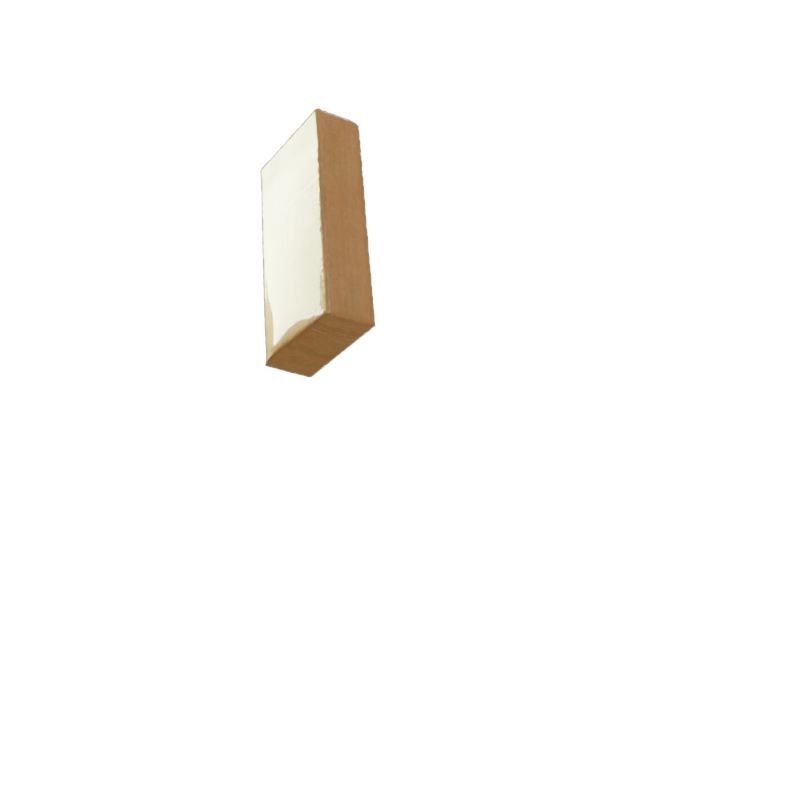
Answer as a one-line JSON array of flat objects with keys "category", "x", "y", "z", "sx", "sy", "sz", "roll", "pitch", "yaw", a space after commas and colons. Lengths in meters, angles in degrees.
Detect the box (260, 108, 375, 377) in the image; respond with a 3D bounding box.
[{"category": "box", "x": -0.064, "y": -0.117, "z": 0.816, "sx": 0.046, "sy": 0.188, "sz": 0.092, "roll": 17, "pitch": -35, "yaw": -30}]
